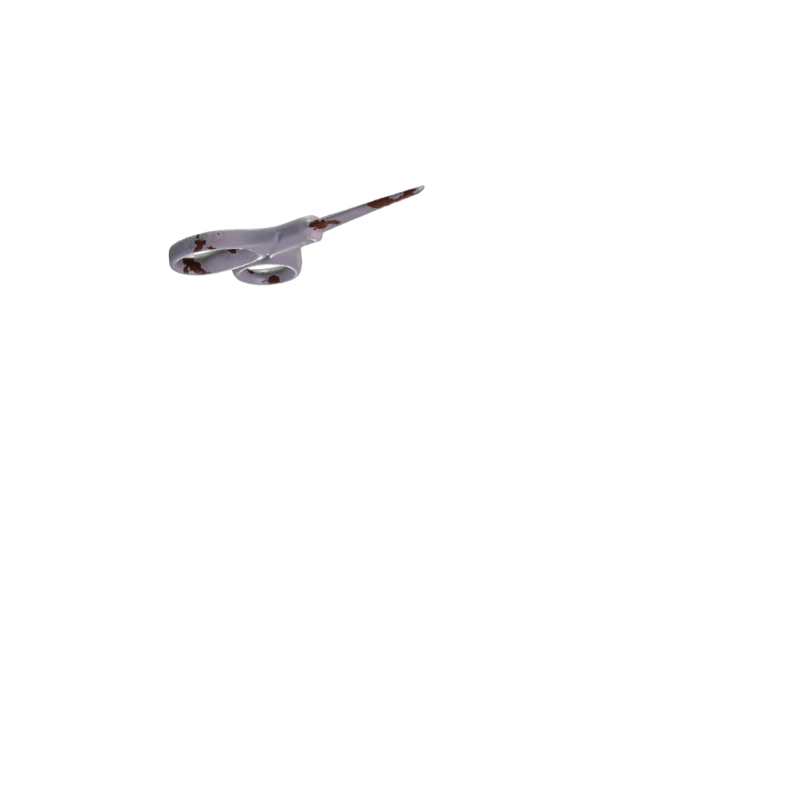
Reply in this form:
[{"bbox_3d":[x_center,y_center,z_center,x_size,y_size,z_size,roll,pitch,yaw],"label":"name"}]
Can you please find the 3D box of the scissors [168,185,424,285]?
[{"bbox_3d":[-0.055,-0.100,0.698,0.206,0.016,0.091,-6,-13,30],"label":"scissors"}]
